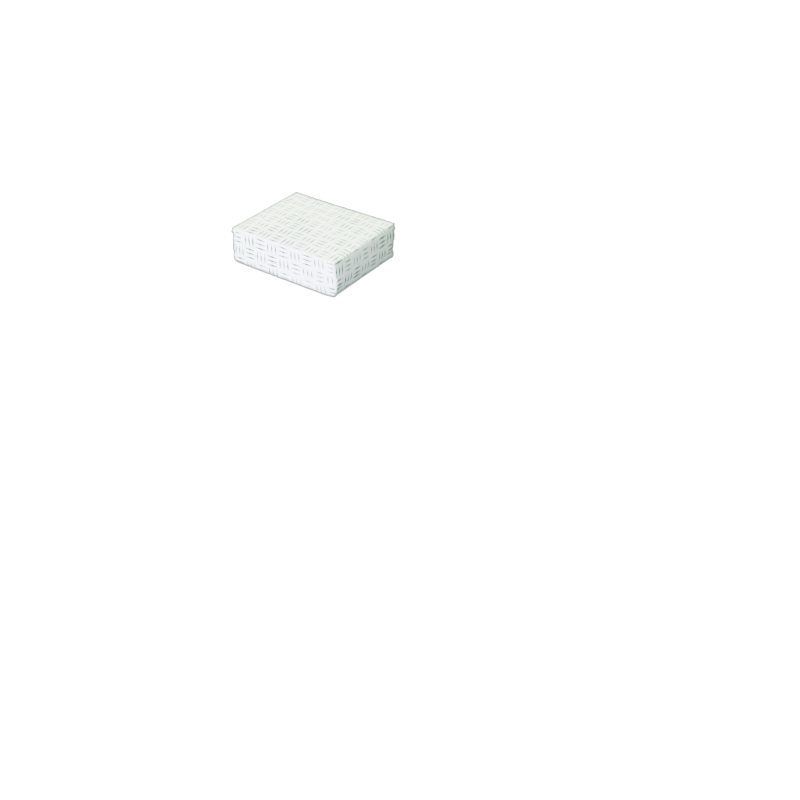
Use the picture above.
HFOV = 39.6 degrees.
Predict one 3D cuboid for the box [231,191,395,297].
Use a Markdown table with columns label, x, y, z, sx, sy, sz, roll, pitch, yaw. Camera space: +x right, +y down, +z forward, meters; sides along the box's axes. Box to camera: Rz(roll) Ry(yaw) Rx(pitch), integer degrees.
| label | x | y | z | sx | sy | sz | roll | pitch | yaw |
| --- | --- | --- | --- | --- | --- | --- | --- | --- | --- |
| box | -0.075 | -0.137 | 0.959 | 0.120 | 0.036 | 0.091 | 23 | 41 | 29 |
